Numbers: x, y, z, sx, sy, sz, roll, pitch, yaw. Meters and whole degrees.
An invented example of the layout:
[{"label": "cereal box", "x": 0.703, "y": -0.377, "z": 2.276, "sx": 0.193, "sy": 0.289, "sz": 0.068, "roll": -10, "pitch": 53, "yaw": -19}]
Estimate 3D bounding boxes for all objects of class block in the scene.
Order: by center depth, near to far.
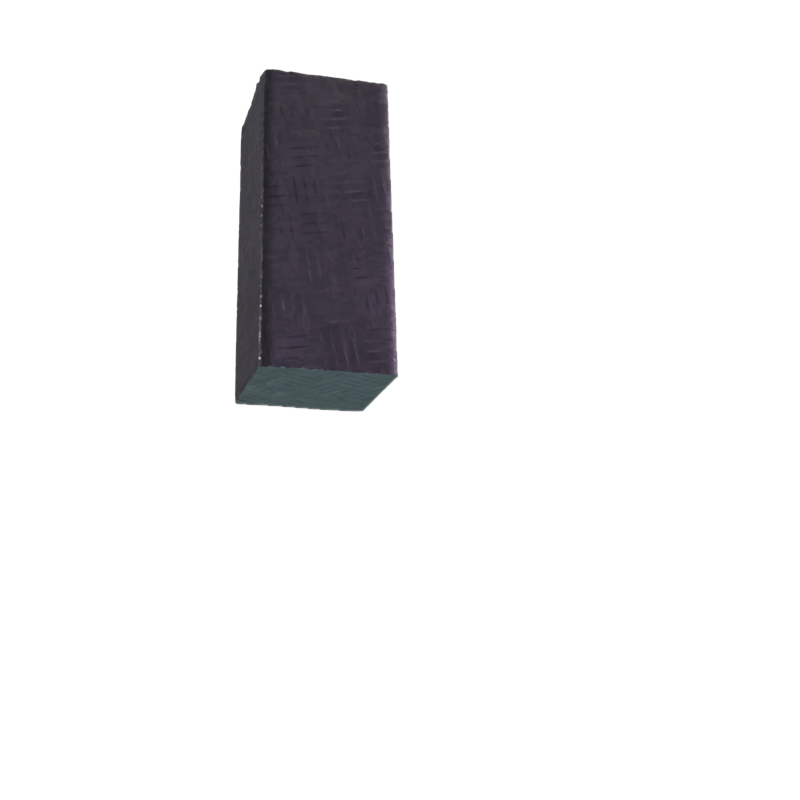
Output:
[{"label": "block", "x": -0.059, "y": -0.106, "z": 0.743, "sx": 0.088, "sy": 0.217, "sz": 0.088, "roll": 4, "pitch": -22, "yaw": -15}]
